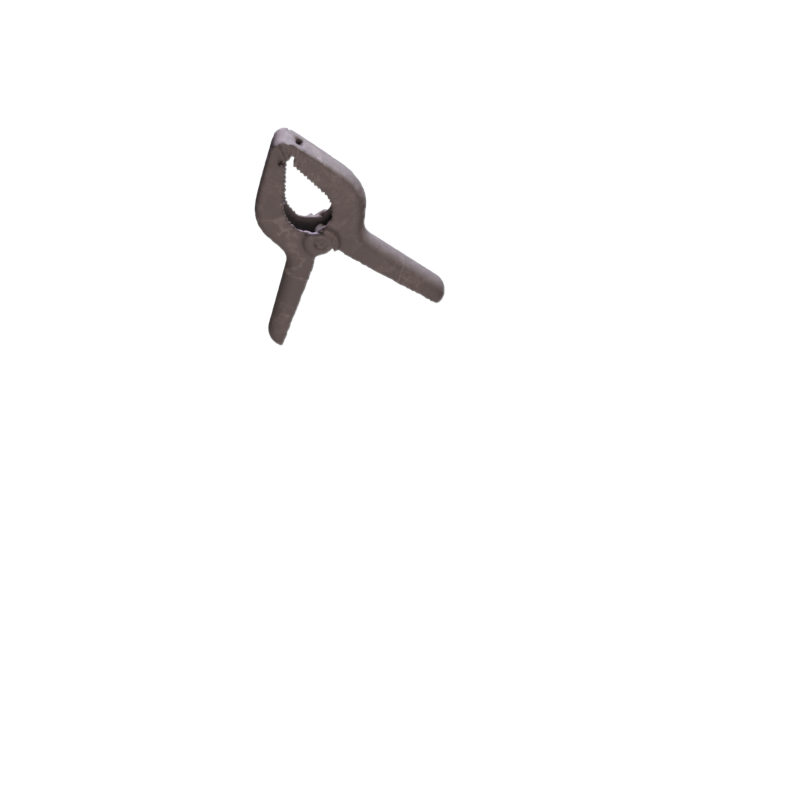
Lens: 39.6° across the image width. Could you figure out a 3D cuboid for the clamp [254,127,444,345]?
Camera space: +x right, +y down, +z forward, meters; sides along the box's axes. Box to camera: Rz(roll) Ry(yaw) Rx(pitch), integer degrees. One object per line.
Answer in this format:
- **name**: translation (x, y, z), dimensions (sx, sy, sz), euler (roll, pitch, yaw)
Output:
- **clamp**: translation (-0.075, -0.136, 0.955), dimensions (0.165, 0.195, 0.039), euler (-21, 34, 15)
